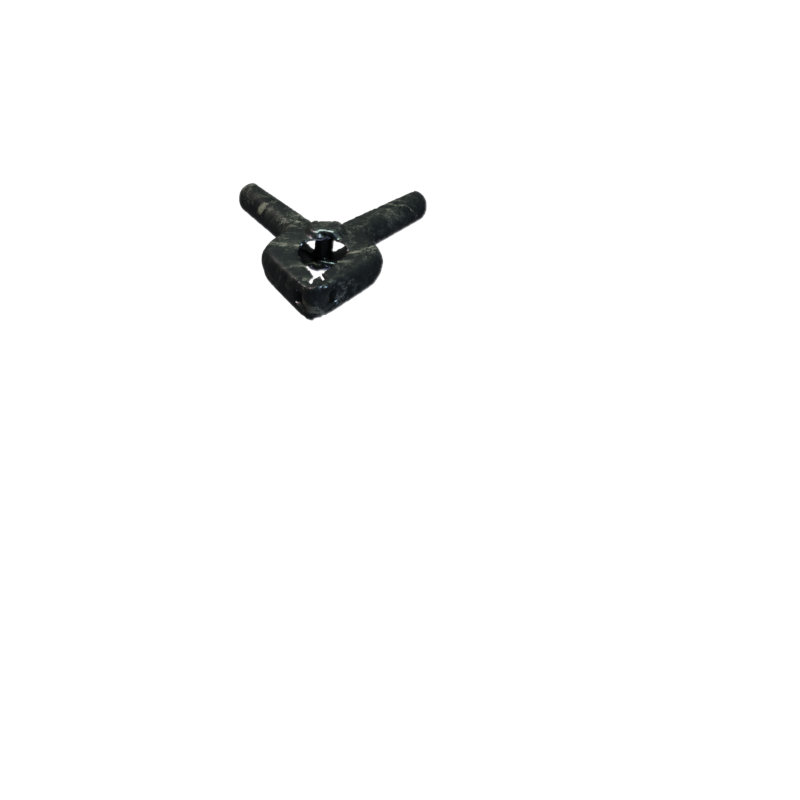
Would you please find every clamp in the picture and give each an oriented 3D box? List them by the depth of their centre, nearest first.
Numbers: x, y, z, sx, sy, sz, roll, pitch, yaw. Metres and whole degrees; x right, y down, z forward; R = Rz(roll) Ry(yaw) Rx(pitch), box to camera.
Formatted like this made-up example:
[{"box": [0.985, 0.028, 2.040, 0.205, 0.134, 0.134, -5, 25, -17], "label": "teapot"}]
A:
[{"box": [-0.071, -0.129, 0.903, 0.167, 0.034, 0.220, 5, 32, 8], "label": "clamp"}]
